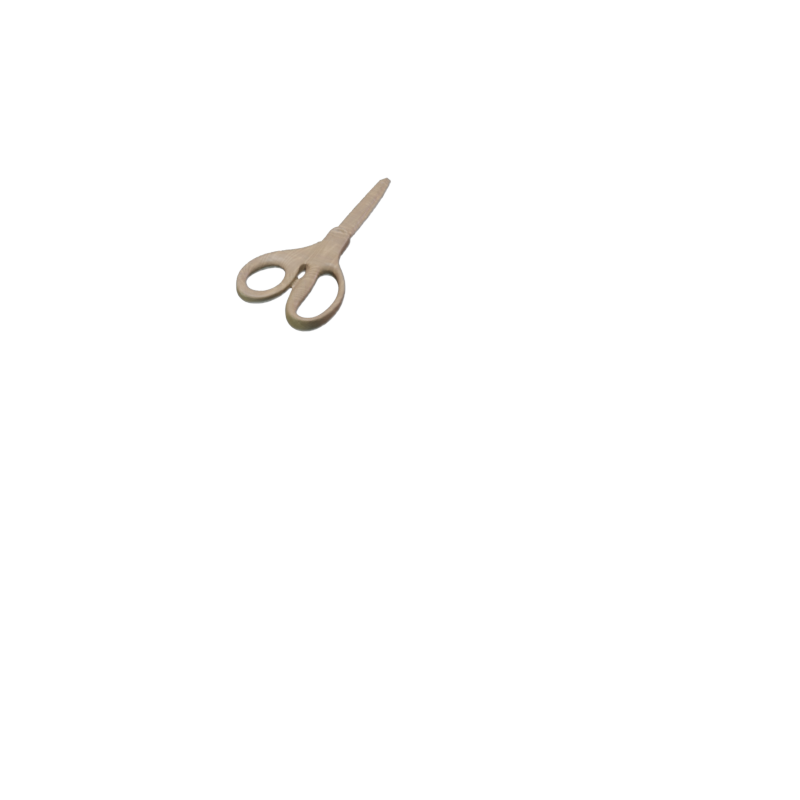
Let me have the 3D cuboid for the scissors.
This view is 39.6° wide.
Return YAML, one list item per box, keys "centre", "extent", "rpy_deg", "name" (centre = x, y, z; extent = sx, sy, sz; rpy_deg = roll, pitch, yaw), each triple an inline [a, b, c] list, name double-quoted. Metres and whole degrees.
- centre: [-0.072, -0.131, 0.918]
  extent: [0.097, 0.015, 0.213]
  rpy_deg: [7, 44, 7]
  name: "scissors"
